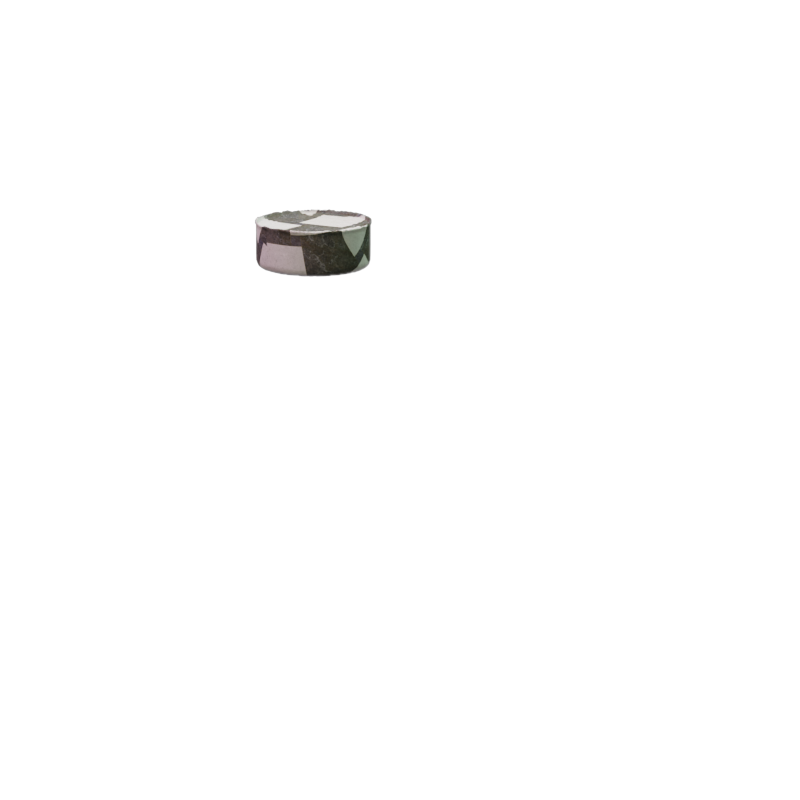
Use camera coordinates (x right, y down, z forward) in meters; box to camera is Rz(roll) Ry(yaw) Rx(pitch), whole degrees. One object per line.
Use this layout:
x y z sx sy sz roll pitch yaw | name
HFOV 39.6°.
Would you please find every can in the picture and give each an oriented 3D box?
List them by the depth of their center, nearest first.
-0.064 -0.116 0.816 0.086 0.032 0.089 -1 19 -2 | can
